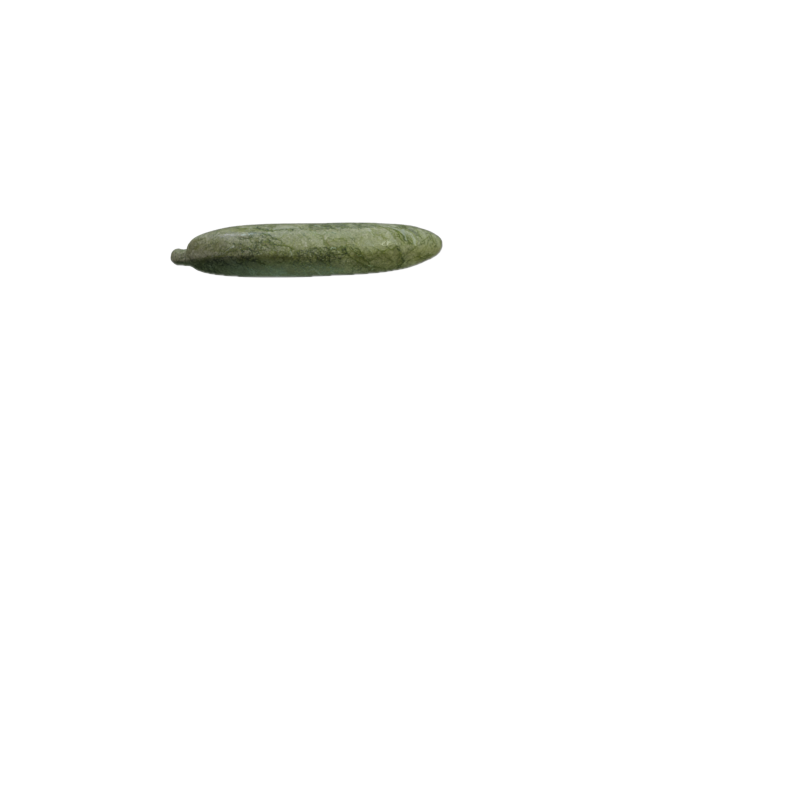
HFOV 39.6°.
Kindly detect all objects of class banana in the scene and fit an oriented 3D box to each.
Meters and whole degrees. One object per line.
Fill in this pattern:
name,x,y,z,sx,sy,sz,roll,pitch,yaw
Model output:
banana,-0.064,-0.108,0.778,0.197,0.036,0.072,-1,17,-4
